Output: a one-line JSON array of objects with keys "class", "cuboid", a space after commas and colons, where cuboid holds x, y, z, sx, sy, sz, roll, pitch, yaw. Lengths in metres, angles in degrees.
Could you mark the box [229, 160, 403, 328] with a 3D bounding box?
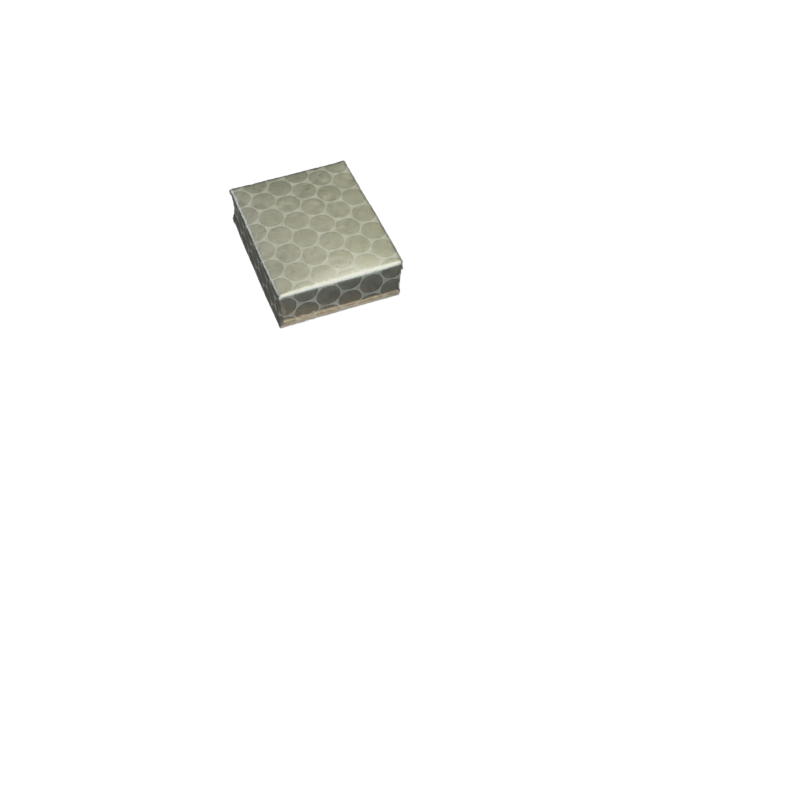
[{"class": "box", "cuboid": [-0.061, -0.111, 0.777, 0.089, 0.123, 0.036, -16, -40, -15]}]
